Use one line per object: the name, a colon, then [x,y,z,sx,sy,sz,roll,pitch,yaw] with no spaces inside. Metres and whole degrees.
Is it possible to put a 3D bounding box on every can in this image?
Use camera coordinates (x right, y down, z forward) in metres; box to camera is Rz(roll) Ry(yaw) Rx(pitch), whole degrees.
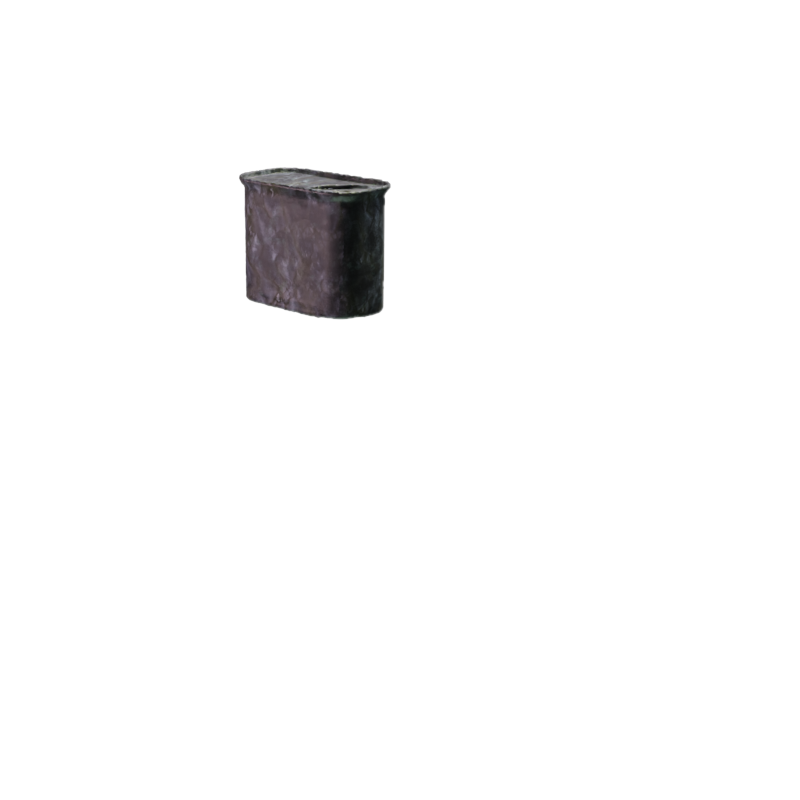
can: [-0.056,-0.103,0.723,0.107,0.081,0.056,15,21,39]
